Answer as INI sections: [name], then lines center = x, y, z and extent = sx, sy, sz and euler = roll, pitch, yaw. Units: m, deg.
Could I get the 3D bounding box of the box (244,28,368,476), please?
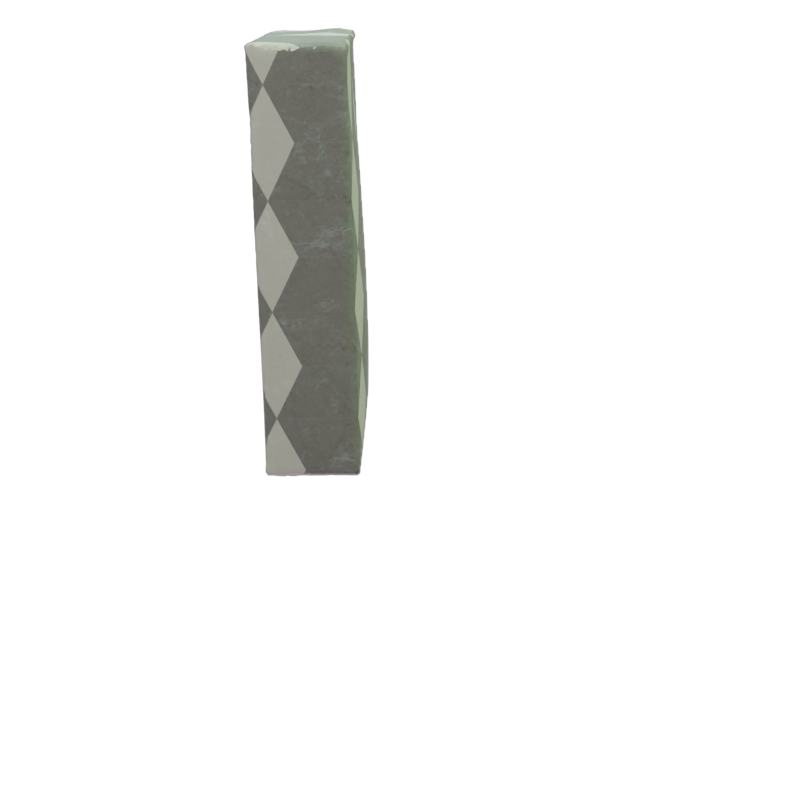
[box]
center = -0.037, -0.068, 0.475
extent = 0.048, 0.170, 0.097
euler = 1, 17, 0
